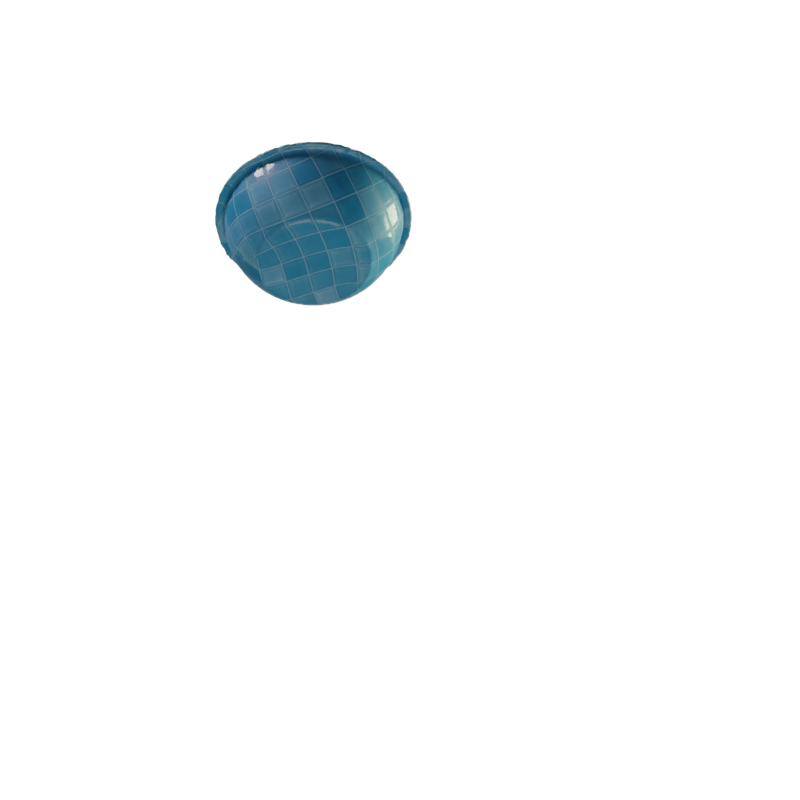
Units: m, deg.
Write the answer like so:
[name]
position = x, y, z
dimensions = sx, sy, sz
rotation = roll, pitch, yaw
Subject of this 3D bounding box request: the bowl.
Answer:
[bowl]
position = -0.070, -0.127, 0.892
dimensions = 0.162, 0.151, 0.059
rotation = 1, 44, -1
